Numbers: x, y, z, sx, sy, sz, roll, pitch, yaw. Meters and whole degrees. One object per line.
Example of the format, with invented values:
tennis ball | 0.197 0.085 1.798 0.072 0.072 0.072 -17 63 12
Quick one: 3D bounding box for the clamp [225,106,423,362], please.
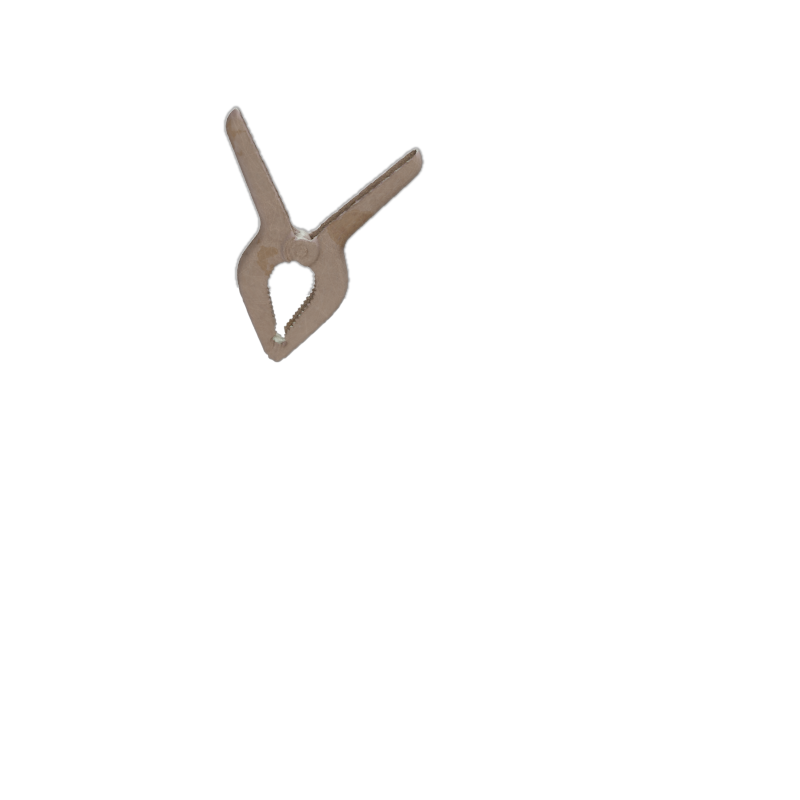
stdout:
clamp | -0.073 -0.132 0.928 0.164 0.203 0.038 7 14 -2
